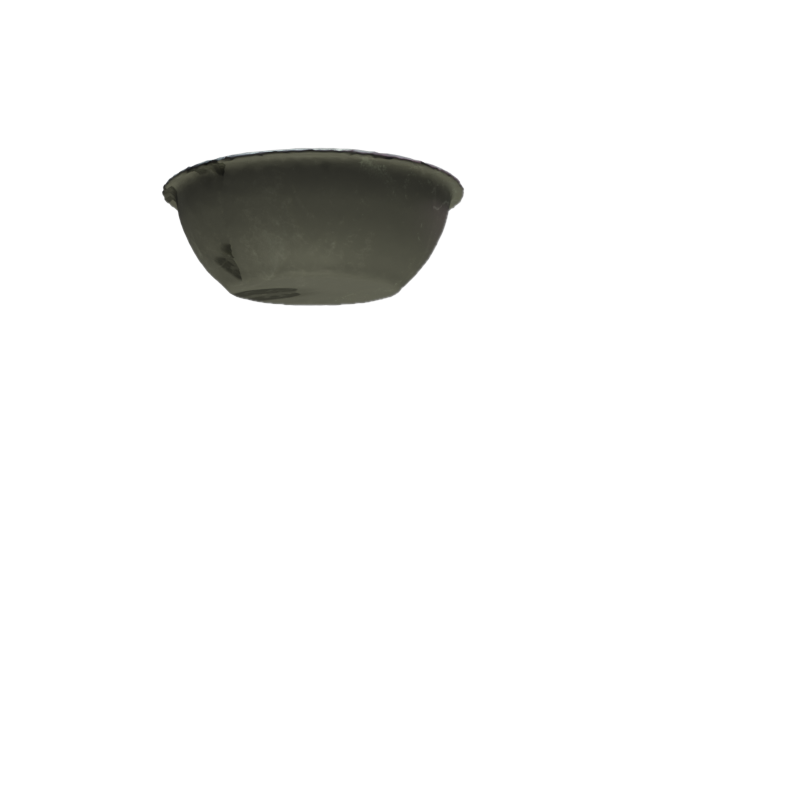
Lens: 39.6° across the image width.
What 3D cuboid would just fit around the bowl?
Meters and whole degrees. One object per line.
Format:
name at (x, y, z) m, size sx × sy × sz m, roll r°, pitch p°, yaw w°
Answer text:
bowl at (-0.046, -0.085, 0.592) m, size 0.162 × 0.056 × 0.159 m, roll 0°, pitch -6°, yaw -2°
